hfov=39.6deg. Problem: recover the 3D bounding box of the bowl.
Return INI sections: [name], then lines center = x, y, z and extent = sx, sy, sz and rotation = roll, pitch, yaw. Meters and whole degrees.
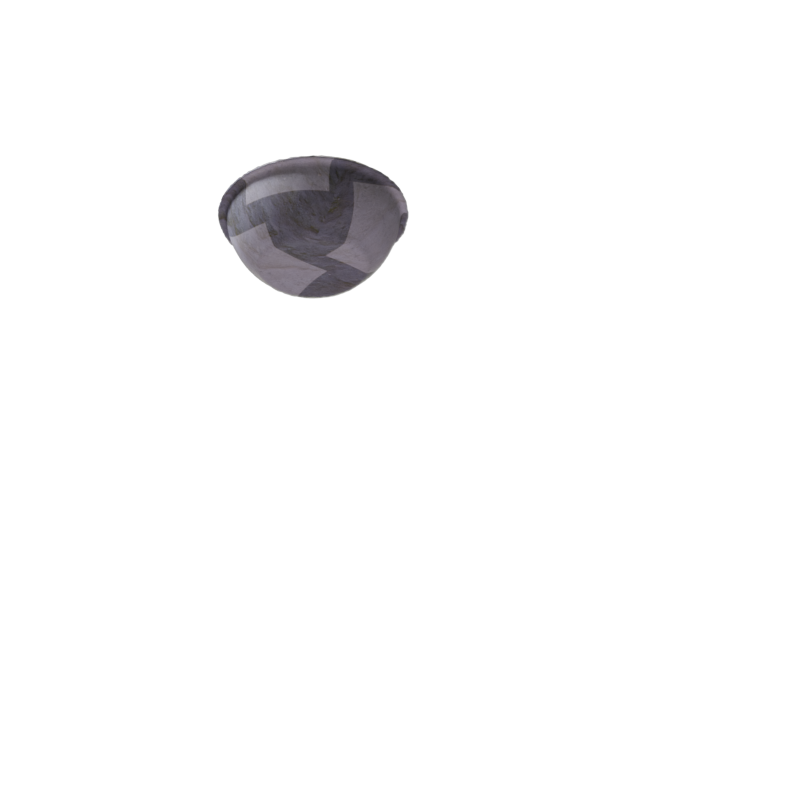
[bowl]
center = -0.072, -0.132, 0.924
extent = 0.162, 0.059, 0.152
rotation = 1, -30, -2
